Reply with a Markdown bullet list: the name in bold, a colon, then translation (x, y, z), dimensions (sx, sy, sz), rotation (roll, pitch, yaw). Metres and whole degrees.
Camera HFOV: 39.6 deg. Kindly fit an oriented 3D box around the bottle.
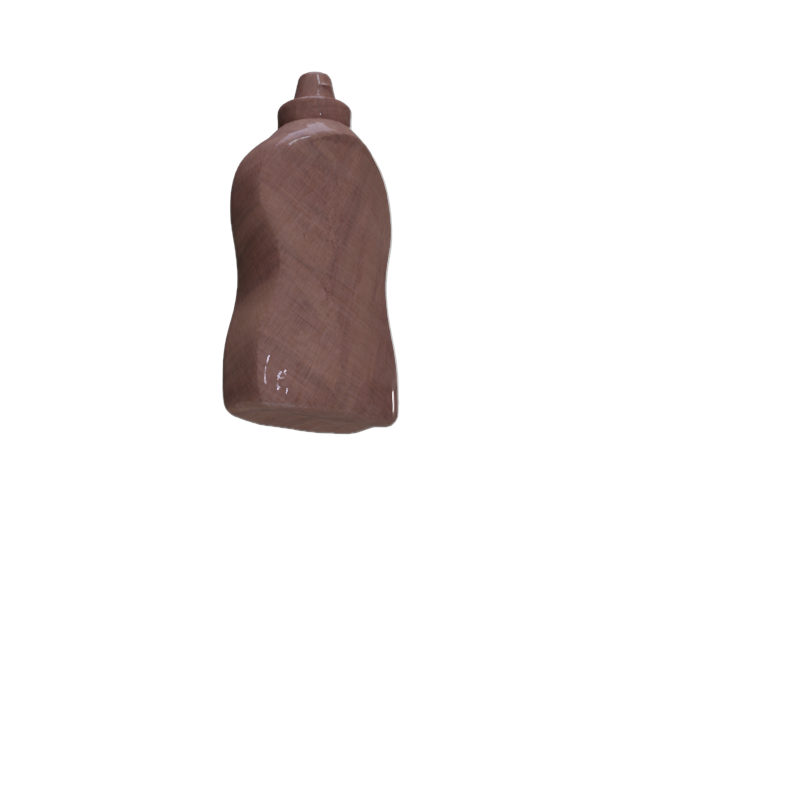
- **bottle**: translation (-0.045, -0.083, 0.583), dimensions (0.091, 0.200, 0.059), rotation (14, -23, -39)
